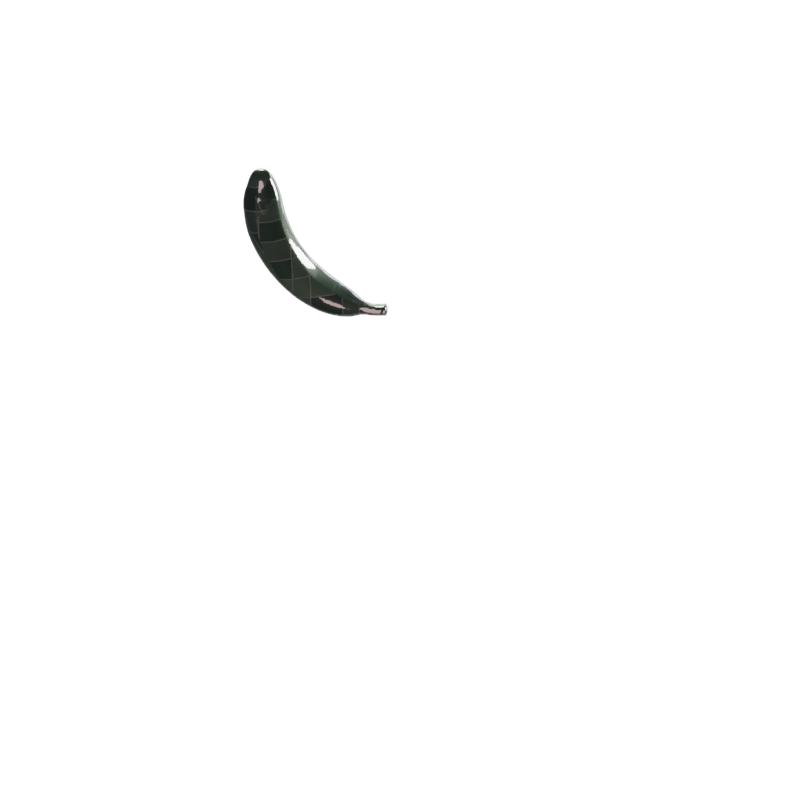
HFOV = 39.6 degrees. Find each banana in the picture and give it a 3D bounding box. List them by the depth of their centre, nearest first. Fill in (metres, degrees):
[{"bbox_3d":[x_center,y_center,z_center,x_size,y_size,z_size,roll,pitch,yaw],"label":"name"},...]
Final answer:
[{"bbox_3d":[-0.091,-0.132,0.995,0.070,0.039,0.184,-26,-50,23],"label":"banana"}]
